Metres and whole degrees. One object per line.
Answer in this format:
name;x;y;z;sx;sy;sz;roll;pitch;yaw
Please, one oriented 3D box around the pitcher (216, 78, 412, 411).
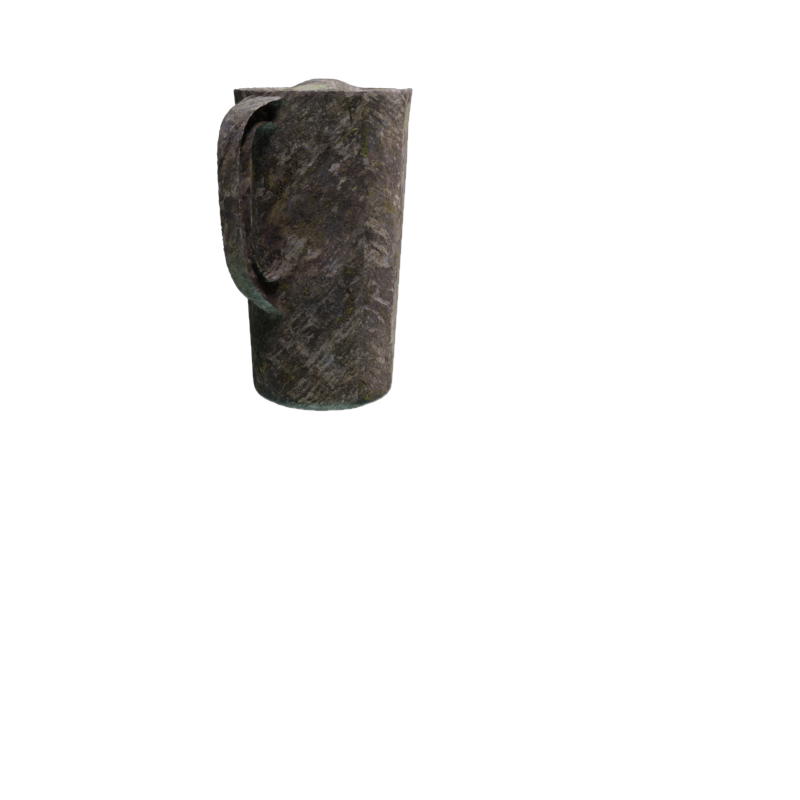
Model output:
pitcher;-0.065;-0.119;0.835;0.147;0.238;0.150;-1;11;-10
